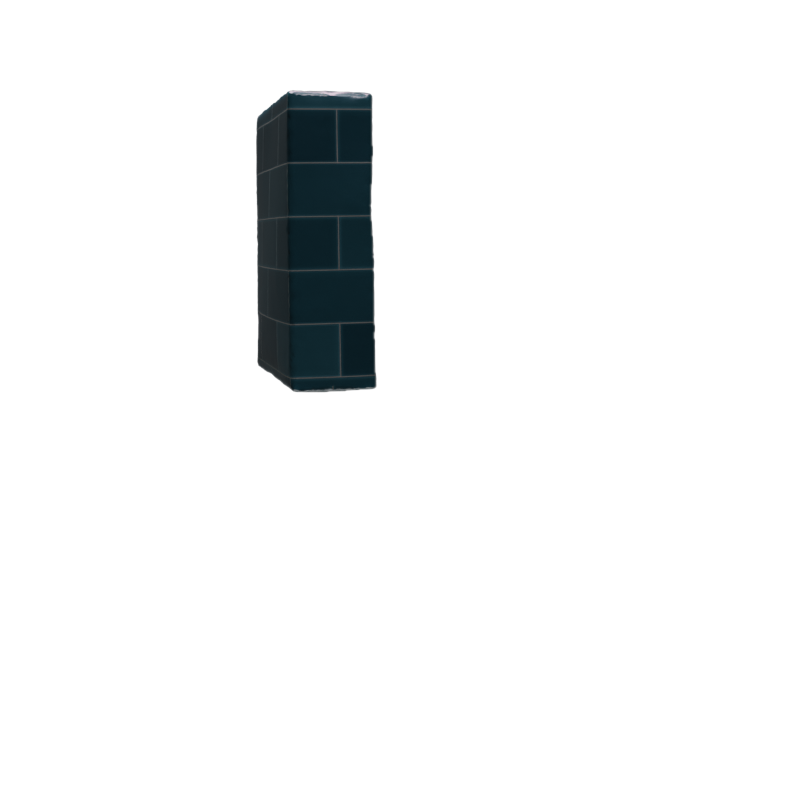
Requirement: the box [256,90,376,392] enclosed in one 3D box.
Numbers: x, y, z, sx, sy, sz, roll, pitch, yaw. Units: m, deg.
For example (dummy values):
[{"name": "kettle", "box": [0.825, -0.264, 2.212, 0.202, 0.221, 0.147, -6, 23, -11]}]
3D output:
[{"name": "box", "box": [-0.067, -0.123, 0.861, 0.071, 0.213, 0.168, 0, 3, -15]}]
